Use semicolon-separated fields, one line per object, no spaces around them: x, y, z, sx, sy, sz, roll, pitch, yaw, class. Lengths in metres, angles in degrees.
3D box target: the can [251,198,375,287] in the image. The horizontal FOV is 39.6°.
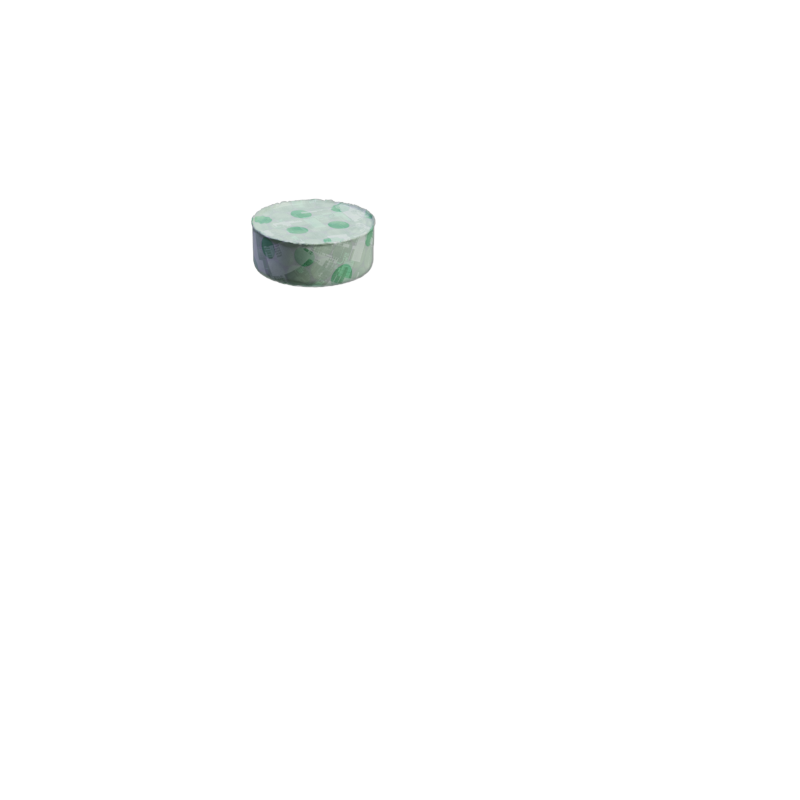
-0.060;-0.110;0.769;0.086;0.032;0.091;-1;28;-2;can
